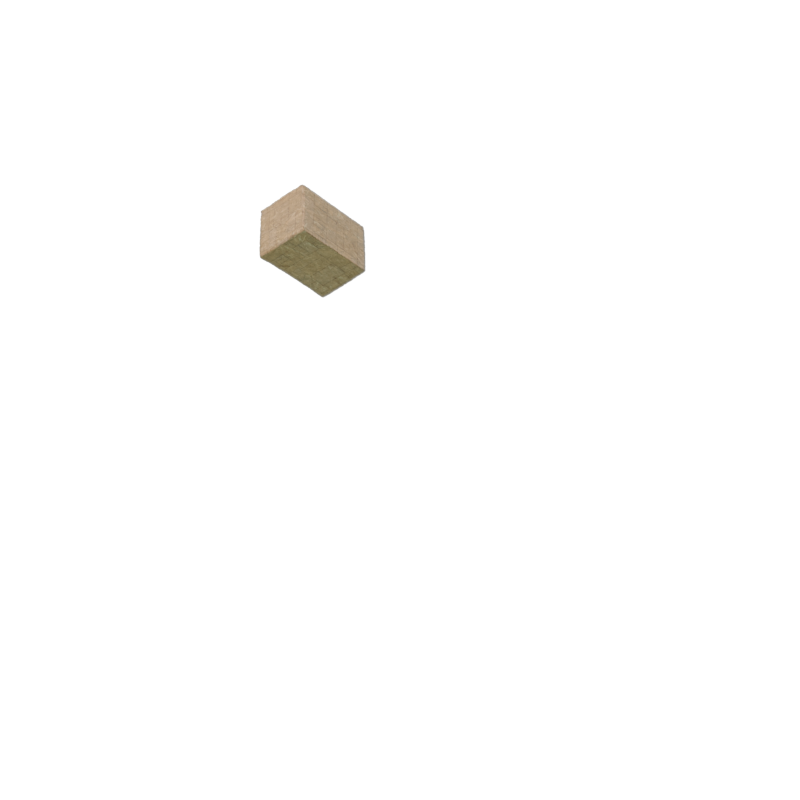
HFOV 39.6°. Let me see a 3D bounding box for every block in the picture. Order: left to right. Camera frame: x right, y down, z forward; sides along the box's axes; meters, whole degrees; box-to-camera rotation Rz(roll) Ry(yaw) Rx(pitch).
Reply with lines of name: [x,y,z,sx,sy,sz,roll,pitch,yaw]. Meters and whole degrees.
block: [-0.073,-0.134,0.935,0.053,0.055,0.073,-29,-45,32]
